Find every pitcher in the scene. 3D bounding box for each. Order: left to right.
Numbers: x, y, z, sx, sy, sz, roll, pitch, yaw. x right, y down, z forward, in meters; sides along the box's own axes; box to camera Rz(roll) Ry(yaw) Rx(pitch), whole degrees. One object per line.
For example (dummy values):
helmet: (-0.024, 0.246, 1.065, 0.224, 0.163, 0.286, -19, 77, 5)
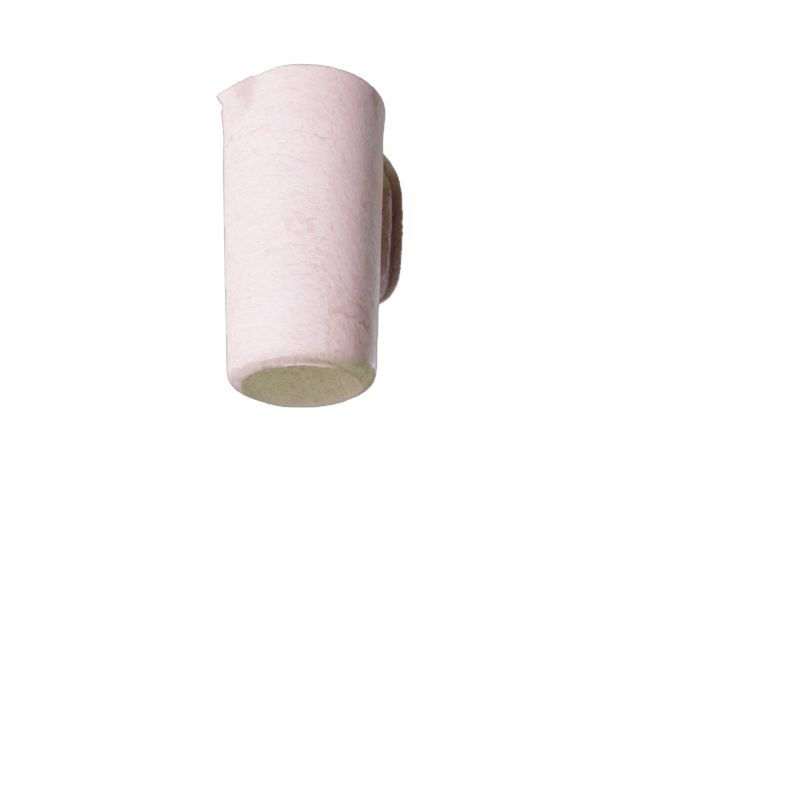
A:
pitcher: (-0.067, -0.122, 0.852, 0.149, 0.257, 0.137, -1, -25, -2)
